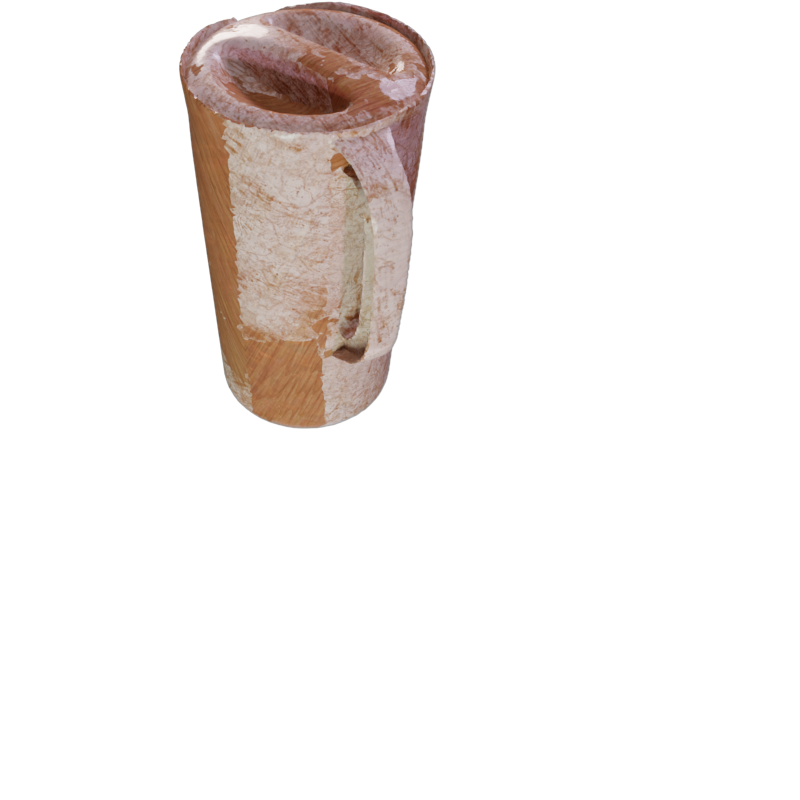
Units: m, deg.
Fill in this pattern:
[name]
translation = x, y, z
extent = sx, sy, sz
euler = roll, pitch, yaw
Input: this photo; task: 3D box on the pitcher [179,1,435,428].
[pitcher]
translation = -0.050, -0.091, 0.641
extent = 0.149, 0.226, 0.156
euler = 14, 45, 11
